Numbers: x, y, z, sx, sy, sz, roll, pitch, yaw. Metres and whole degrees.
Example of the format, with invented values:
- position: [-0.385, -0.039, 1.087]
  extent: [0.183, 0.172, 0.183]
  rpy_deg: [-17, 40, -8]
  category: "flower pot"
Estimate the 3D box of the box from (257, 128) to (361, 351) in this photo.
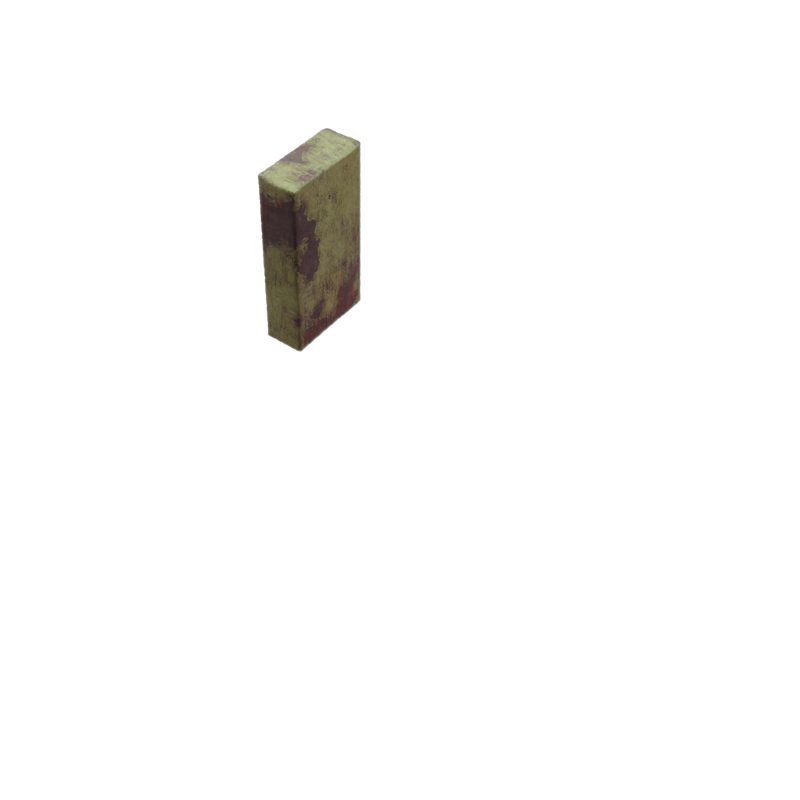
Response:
- position: [-0.075, -0.137, 0.962]
  extent: [0.051, 0.164, 0.095]
  rpy_deg: [28, 49, 23]
  category: "box"
